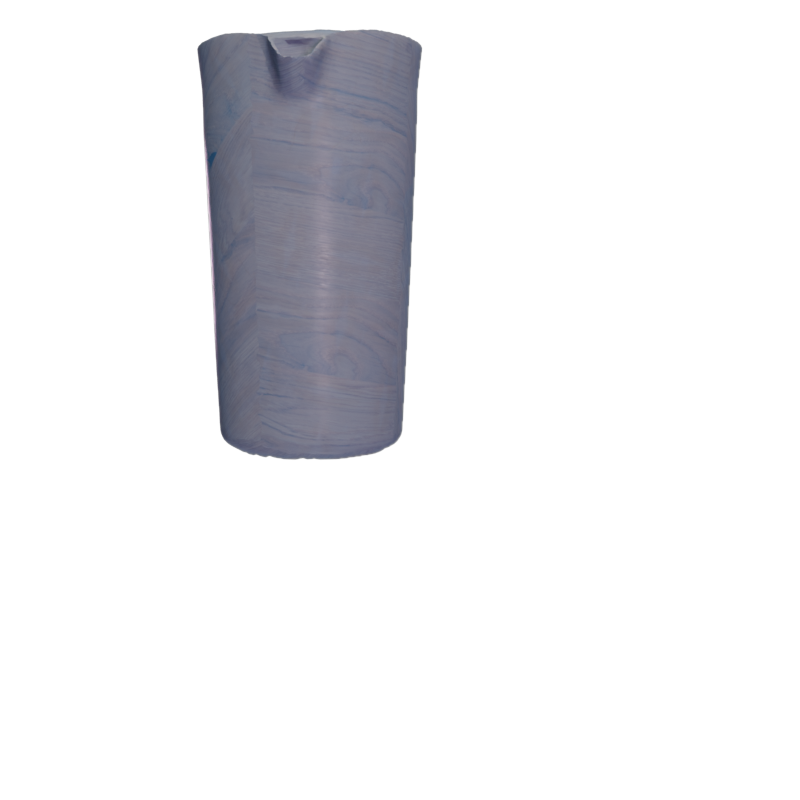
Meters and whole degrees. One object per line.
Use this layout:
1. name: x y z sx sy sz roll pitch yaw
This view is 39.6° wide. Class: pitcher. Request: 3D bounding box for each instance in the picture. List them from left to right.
1. pitcher: -0.052 -0.096 0.669 0.143 0.243 0.151 -1 2 -43
